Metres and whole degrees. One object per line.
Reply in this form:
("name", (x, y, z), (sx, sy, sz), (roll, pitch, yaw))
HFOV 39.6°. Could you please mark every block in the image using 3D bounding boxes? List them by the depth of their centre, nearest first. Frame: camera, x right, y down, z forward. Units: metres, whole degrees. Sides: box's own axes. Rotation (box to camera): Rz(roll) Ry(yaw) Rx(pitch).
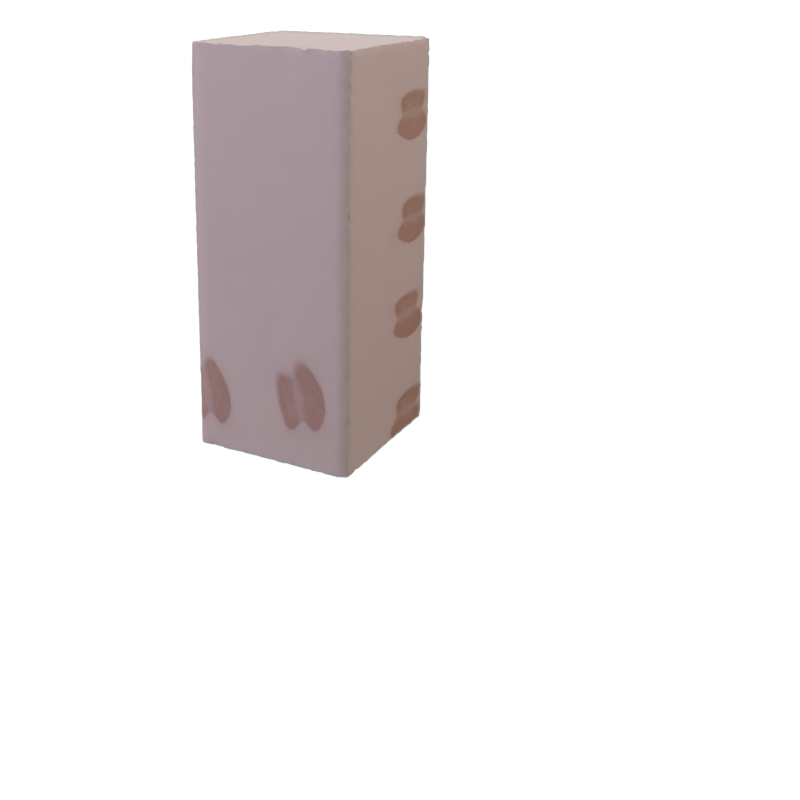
("block", (-0.045, -0.081, 0.569), (0.094, 0.199, 0.091), (9, 19, 25))
